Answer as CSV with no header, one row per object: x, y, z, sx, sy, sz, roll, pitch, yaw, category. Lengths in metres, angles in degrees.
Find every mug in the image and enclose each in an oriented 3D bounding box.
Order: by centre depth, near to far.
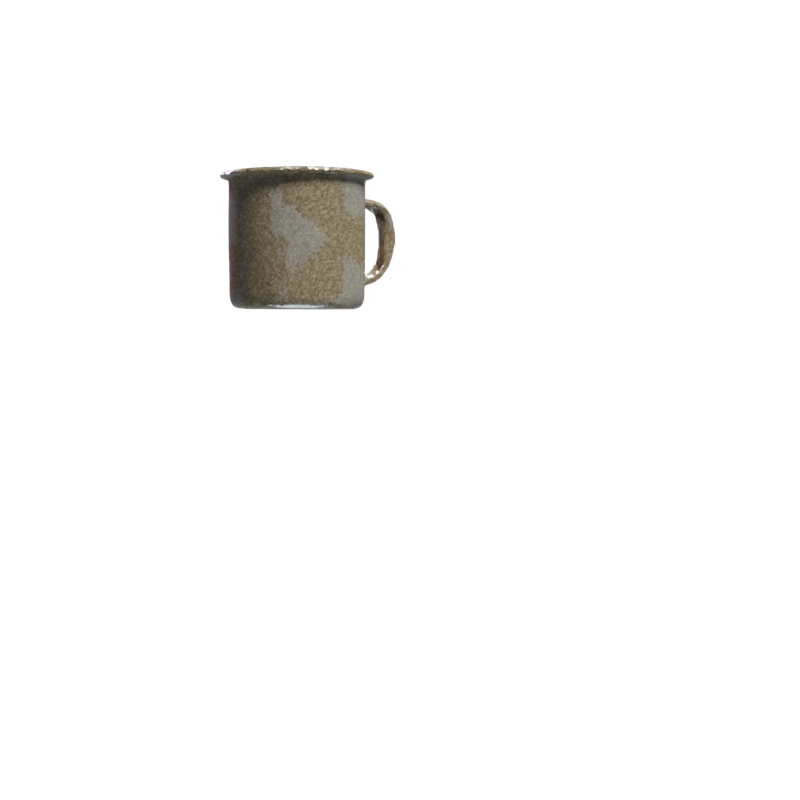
-0.053,-0.096,0.675,0.113,0.082,0.097,-2,3,-37,mug
